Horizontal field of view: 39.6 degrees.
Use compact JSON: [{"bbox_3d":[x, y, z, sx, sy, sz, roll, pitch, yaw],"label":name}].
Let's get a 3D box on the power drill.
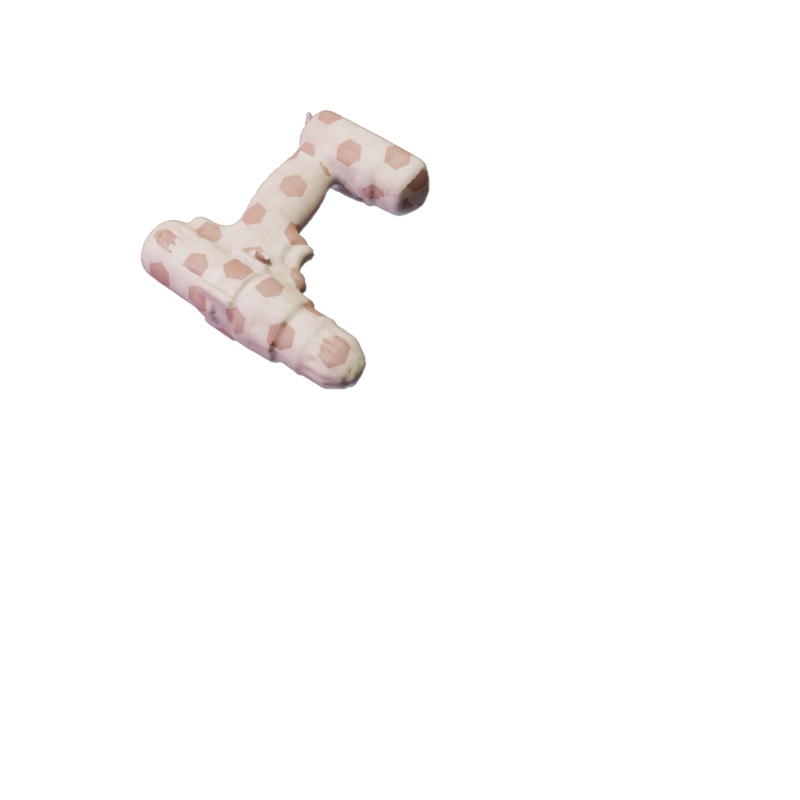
[{"bbox_3d":[-0.061,-0.112,0.784,0.193,0.191,0.054,32,-29,20],"label":"power drill"}]
